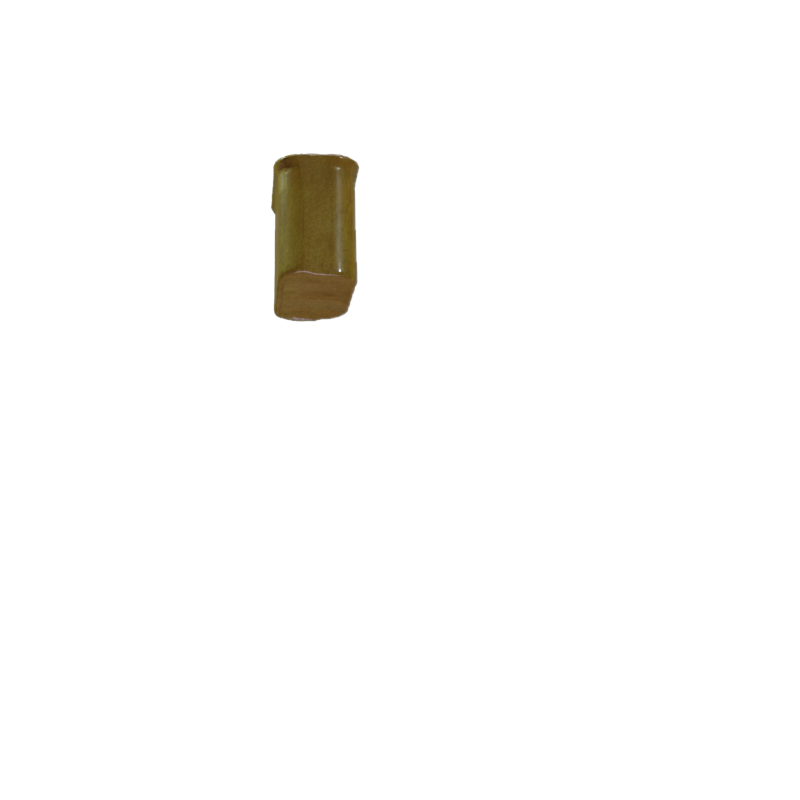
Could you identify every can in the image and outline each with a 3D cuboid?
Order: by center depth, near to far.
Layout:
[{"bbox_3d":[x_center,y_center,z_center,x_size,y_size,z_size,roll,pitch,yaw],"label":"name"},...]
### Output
[{"bbox_3d":[-0.059,-0.108,0.754,0.057,0.088,0.098,1,-18,-7],"label":"can"}]
